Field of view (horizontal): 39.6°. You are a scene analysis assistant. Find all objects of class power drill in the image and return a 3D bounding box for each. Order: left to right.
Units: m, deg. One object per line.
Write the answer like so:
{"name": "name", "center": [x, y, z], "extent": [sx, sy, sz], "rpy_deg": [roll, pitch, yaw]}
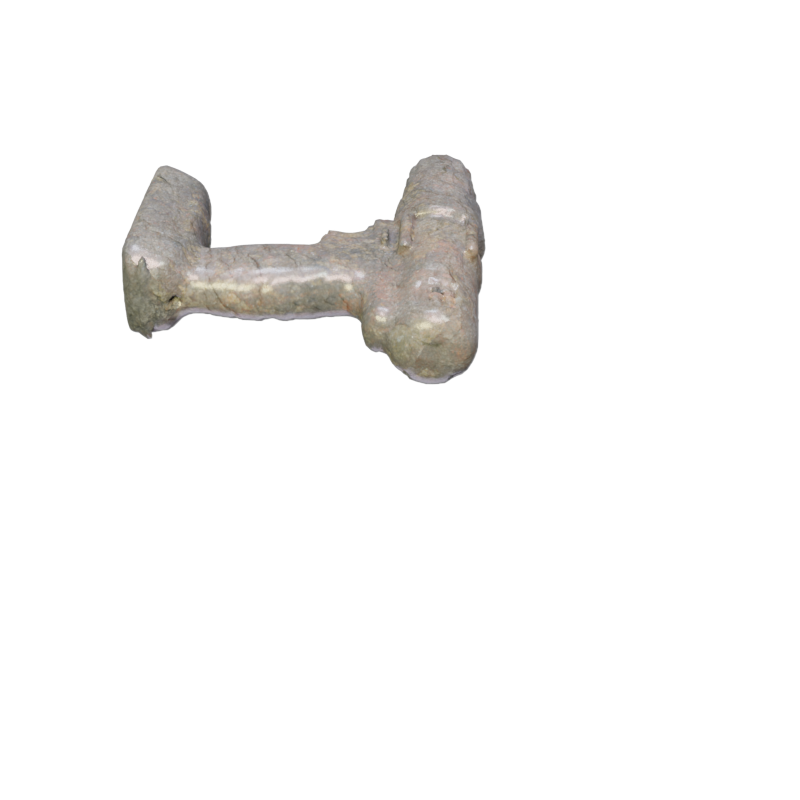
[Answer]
{"name": "power drill", "center": [-0.048, -0.087, 0.608], "extent": [0.189, 0.054, 0.196], "rpy_deg": [3, 37, 4]}
